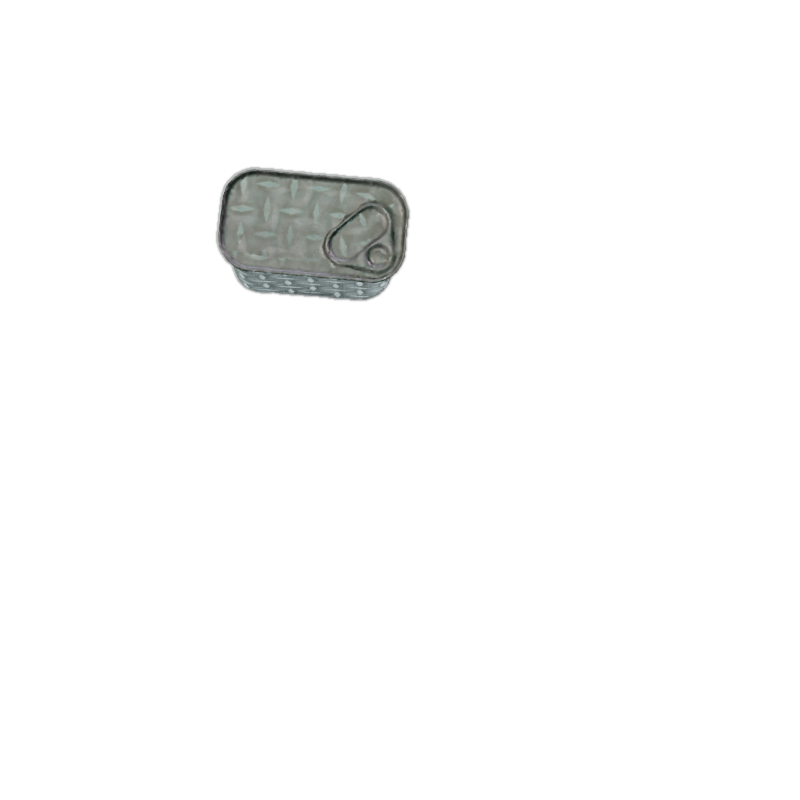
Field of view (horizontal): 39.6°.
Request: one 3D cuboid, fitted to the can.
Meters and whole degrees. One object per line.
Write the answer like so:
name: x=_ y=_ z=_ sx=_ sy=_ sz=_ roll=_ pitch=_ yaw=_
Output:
can: x=-0.050 y=-0.091 z=0.636 sx=0.102 sy=0.059 sz=0.082 roll=5 pitch=-8 yaw=-1
